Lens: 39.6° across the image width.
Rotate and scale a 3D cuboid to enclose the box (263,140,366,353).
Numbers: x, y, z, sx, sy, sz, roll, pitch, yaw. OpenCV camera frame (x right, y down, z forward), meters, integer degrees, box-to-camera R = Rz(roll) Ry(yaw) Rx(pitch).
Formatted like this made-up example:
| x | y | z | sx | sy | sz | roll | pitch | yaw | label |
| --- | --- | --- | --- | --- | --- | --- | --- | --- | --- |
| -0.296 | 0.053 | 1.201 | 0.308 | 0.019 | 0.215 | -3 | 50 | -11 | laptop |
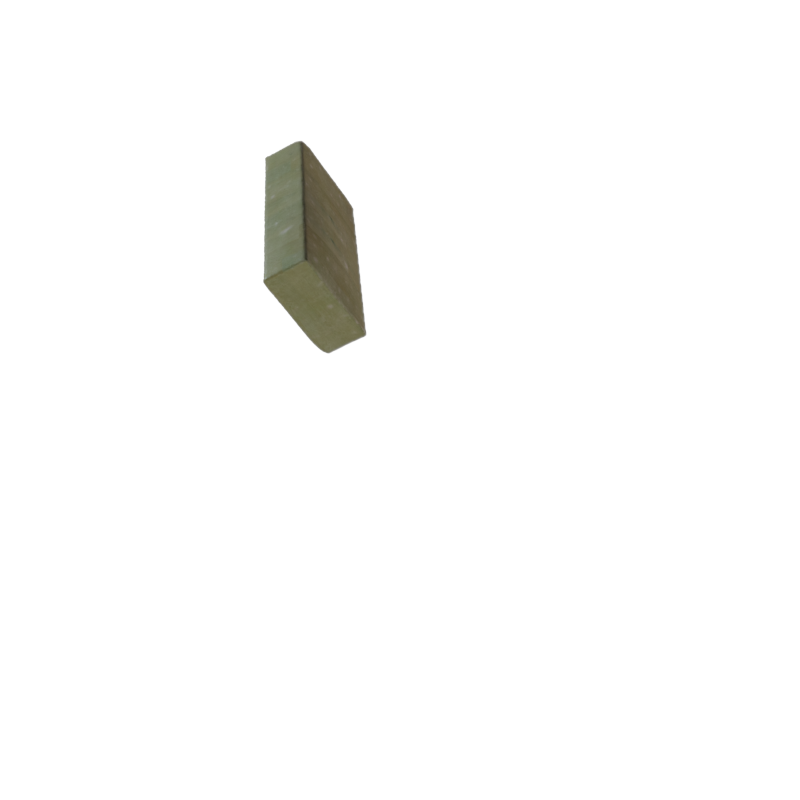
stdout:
| x | y | z | sx | sy | sz | roll | pitch | yaw | label |
| --- | --- | --- | --- | --- | --- | --- | --- | --- | --- |
| -0.072 | -0.131 | 0.916 | 0.048 | 0.189 | 0.087 | -25 | -51 | 18 | box |
